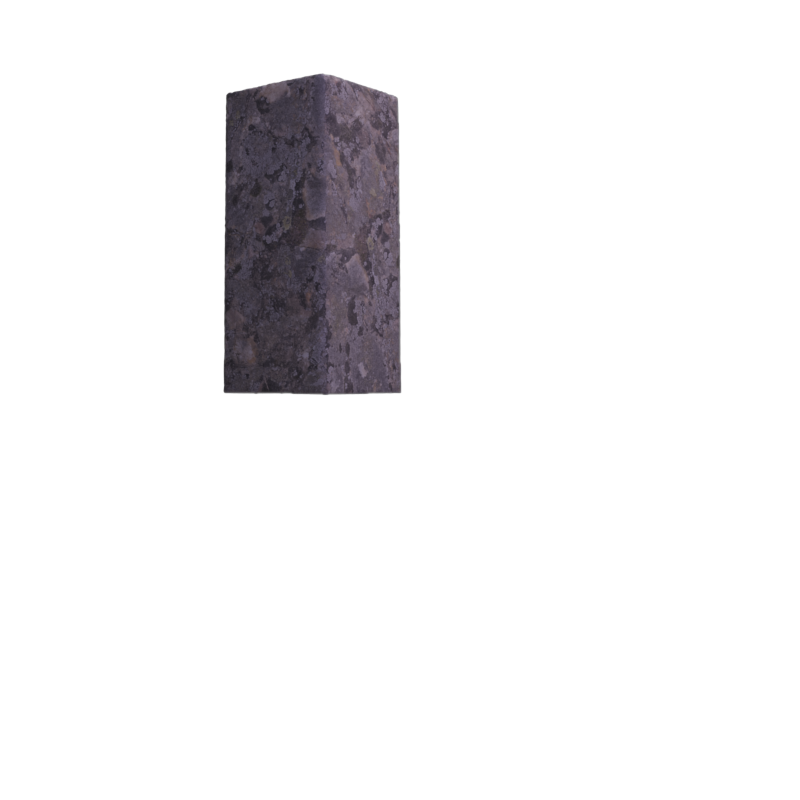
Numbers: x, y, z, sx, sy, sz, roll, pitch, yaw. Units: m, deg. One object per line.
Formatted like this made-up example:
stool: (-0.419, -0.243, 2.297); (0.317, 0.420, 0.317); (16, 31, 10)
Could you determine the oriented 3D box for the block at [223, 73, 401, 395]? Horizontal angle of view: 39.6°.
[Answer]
block: (-0.059, -0.109, 0.760); (0.093, 0.209, 0.086); (-4, -7, 36)
